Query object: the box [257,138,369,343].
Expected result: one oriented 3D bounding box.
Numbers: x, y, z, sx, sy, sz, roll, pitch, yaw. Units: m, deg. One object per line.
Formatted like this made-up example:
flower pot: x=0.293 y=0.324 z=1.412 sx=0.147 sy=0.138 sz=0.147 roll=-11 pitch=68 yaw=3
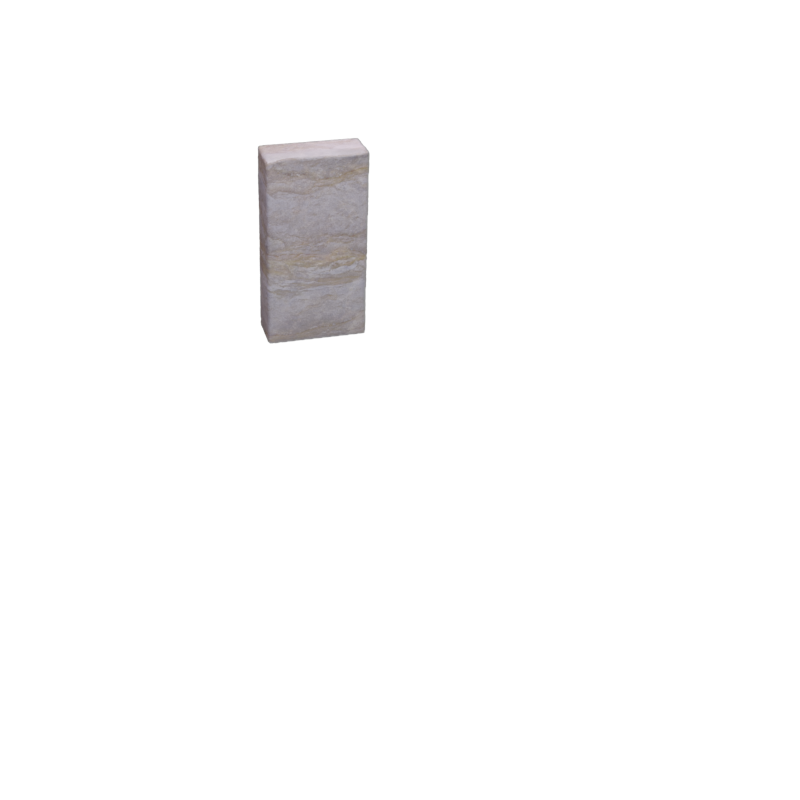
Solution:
box: x=-0.077 y=-0.140 z=0.981 sx=0.092 sy=0.166 sz=0.052 roll=-6 pitch=30 yaw=-14
